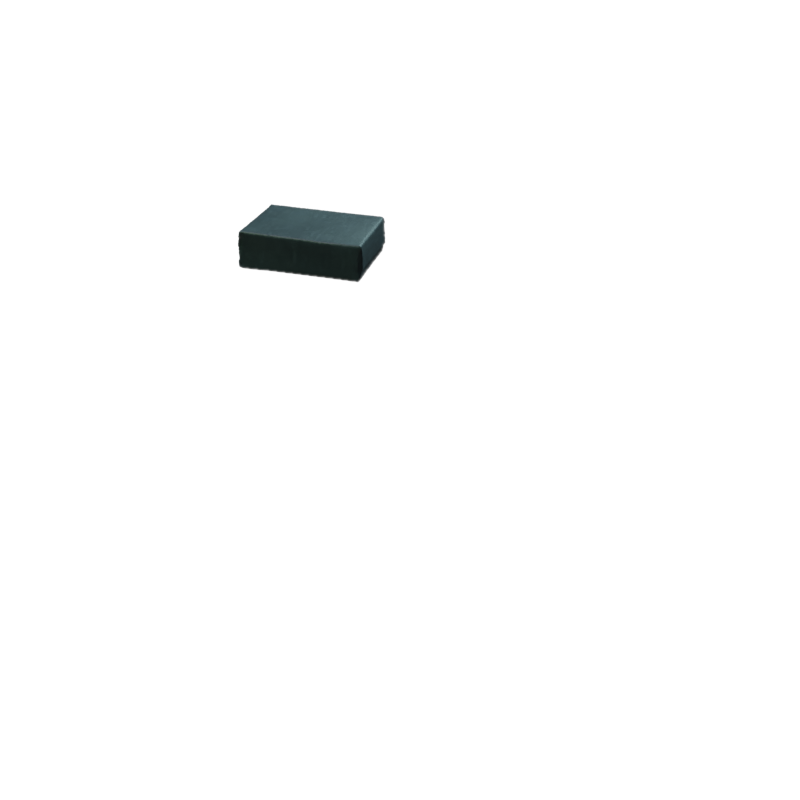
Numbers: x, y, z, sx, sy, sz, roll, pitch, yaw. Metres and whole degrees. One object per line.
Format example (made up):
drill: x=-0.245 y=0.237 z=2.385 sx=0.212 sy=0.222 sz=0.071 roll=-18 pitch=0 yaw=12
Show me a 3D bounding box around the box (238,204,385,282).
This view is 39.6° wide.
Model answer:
box: x=-0.078 y=-0.142 z=0.991 sx=0.116 sy=0.037 sz=0.092 roll=6 pitch=24 yaw=13
